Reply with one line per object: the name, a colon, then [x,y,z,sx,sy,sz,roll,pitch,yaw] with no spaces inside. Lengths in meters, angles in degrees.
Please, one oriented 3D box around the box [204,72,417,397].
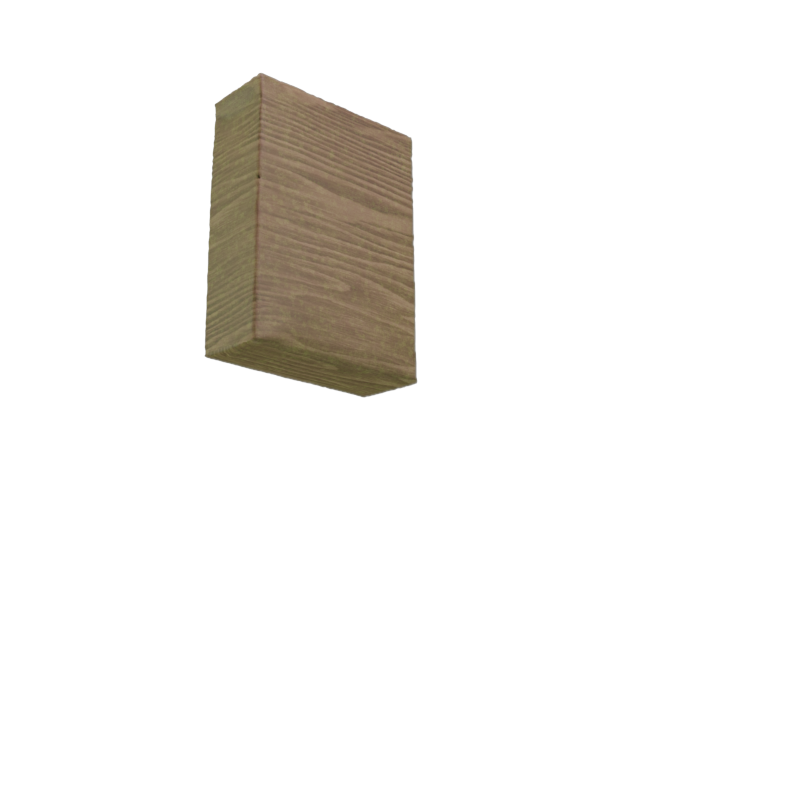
box: [-0.067,-0.123,0.861,0.155,0.224,0.072,16,-27,-40]
